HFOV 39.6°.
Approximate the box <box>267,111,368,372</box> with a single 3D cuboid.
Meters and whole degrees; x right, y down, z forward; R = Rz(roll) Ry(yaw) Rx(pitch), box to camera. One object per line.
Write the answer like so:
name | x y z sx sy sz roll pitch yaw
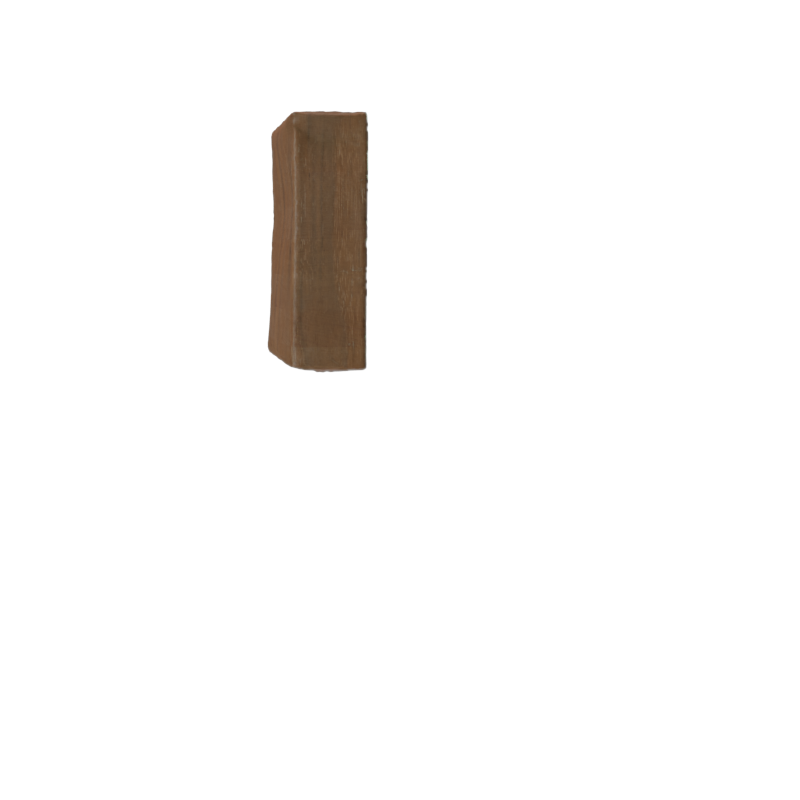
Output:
box | -0.076 -0.139 0.977 0.071 0.213 0.167 0 3 -12
